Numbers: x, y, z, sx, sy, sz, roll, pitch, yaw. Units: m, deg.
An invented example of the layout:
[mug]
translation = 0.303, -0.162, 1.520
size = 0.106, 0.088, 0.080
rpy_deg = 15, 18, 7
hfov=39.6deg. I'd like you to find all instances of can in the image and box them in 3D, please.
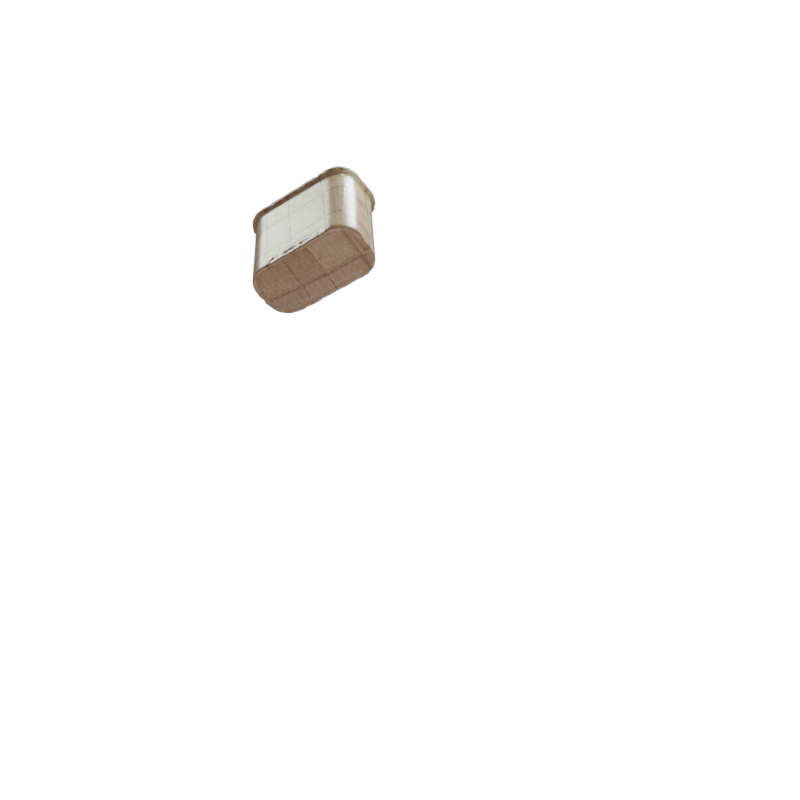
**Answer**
[can]
translation = -0.069, -0.125, 0.879
size = 0.102, 0.054, 0.090
rpy_deg = -28, 35, 19
